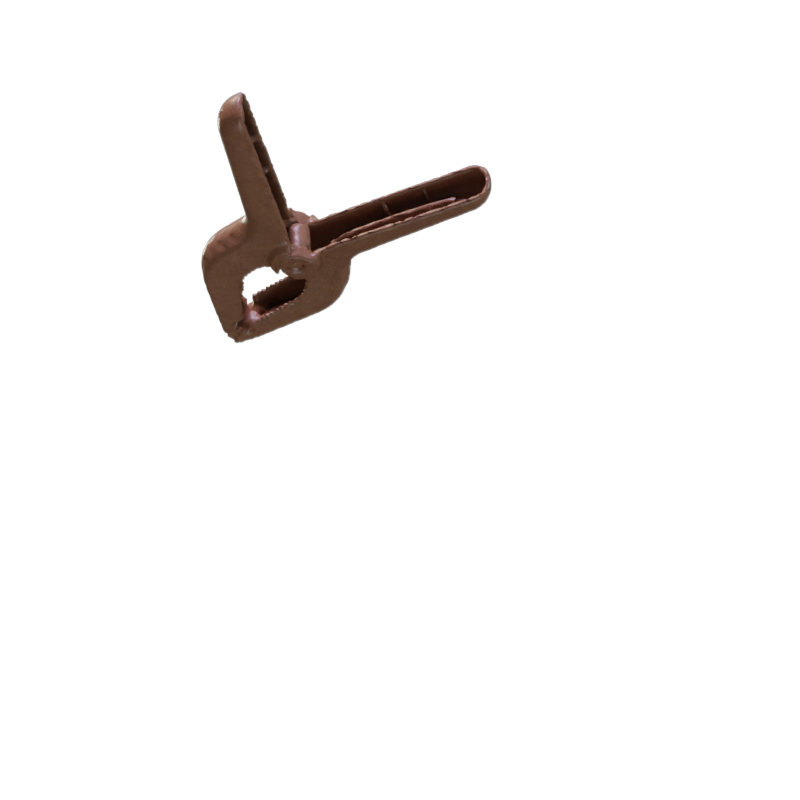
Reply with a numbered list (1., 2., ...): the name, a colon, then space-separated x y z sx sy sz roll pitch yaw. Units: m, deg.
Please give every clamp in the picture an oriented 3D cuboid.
1. clamp: -0.053 -0.097 0.677 0.160 0.039 0.202 11 -34 -17
